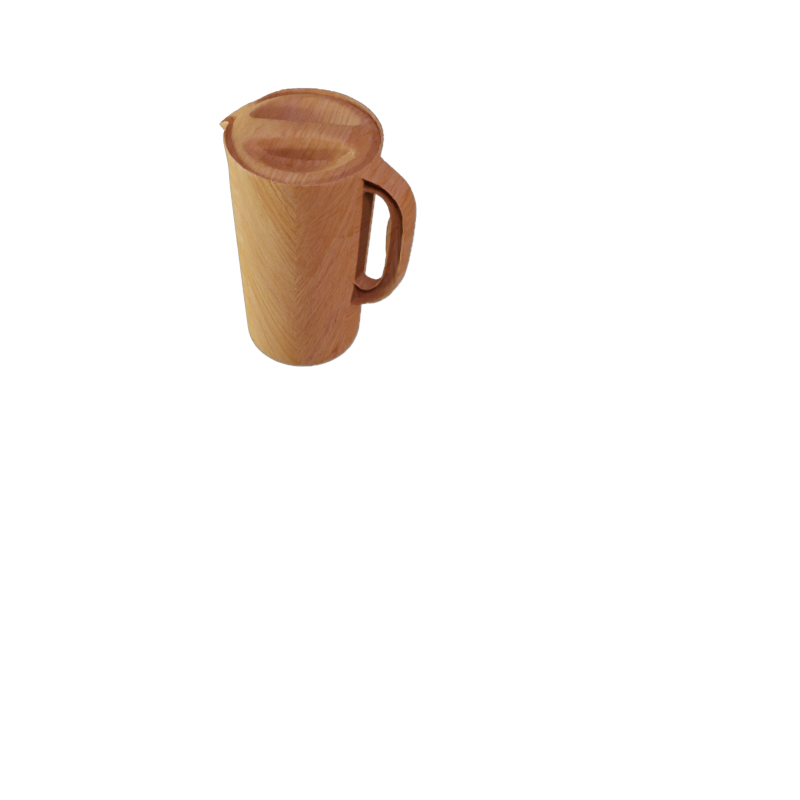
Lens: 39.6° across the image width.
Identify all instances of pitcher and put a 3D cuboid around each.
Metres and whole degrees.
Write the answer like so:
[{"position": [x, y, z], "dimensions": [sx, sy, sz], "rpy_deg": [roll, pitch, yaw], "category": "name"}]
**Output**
[{"position": [-0.077, -0.140, 0.983], "dimensions": [0.143, 0.161, 0.226], "rpy_deg": [-9, -42, -12], "category": "pitcher"}]
